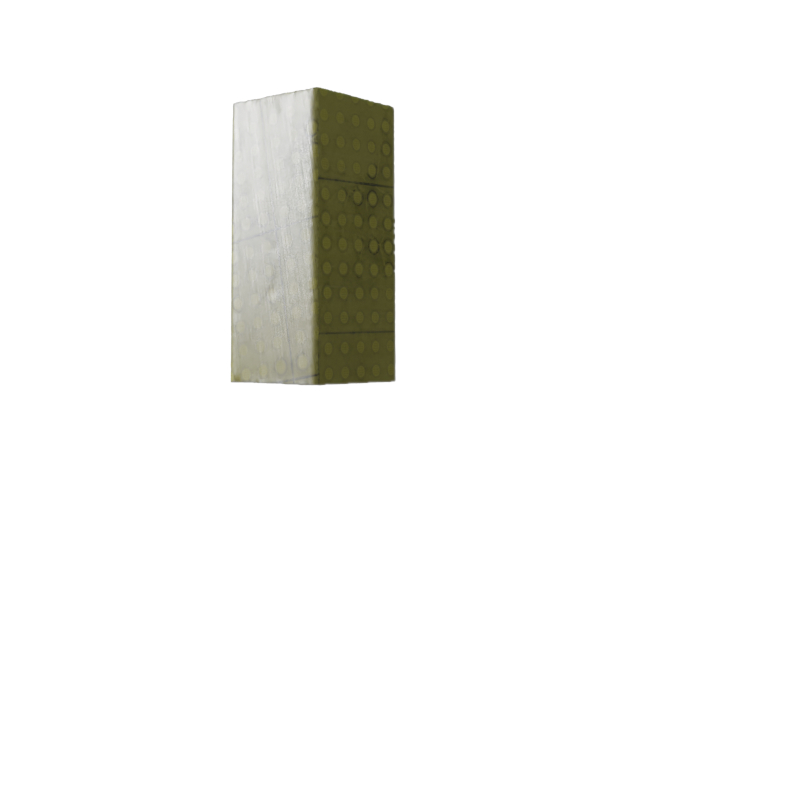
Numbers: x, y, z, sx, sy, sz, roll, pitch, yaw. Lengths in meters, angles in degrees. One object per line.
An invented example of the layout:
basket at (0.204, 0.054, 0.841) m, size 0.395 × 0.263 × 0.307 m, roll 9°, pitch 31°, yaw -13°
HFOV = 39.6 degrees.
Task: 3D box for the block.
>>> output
block at (-0.065, -0.117, 0.821) m, size 0.093 × 0.209 × 0.087 m, roll -3°, pitch -5°, yaw 39°
